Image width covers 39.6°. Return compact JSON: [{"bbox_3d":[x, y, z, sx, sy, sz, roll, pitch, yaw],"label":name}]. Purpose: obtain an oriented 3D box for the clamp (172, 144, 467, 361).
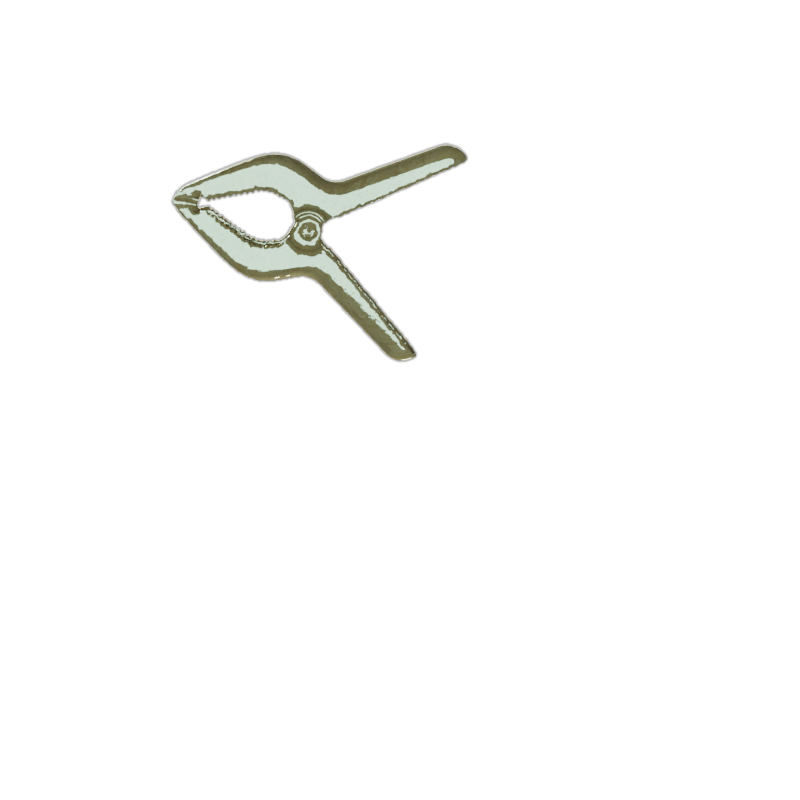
[{"bbox_3d":[-0.064,-0.117,0.820,0.209,0.162,0.037,7,8,-1],"label":"clamp"}]
